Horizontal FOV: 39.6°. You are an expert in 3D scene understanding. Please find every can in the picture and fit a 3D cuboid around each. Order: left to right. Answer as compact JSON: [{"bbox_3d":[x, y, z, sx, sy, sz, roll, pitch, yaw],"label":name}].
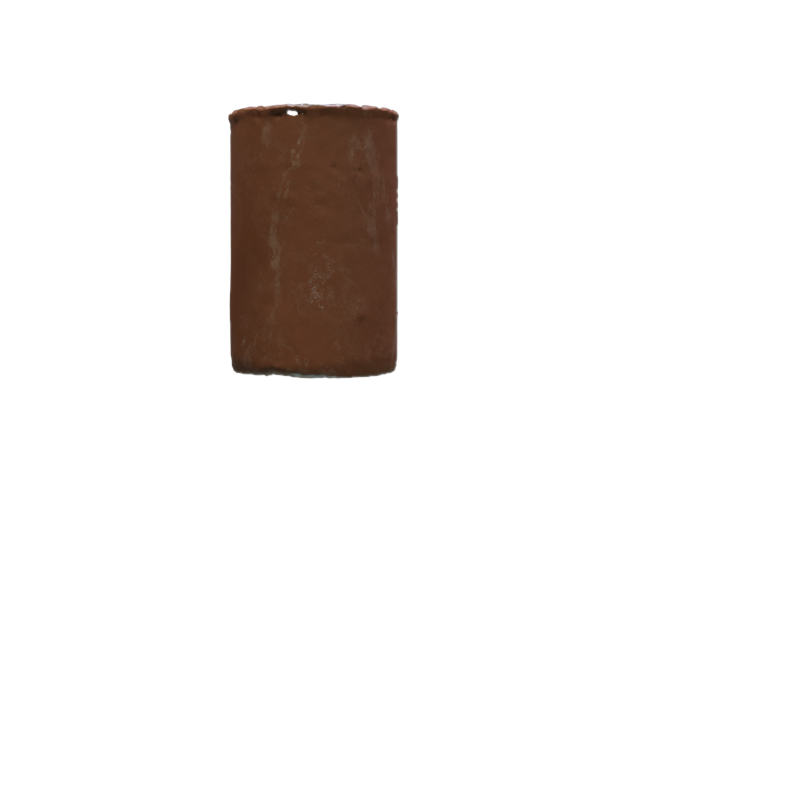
[{"bbox_3d":[-0.034,-0.063,0.440,0.068,0.102,0.069,0,2,-2],"label":"can"}]
